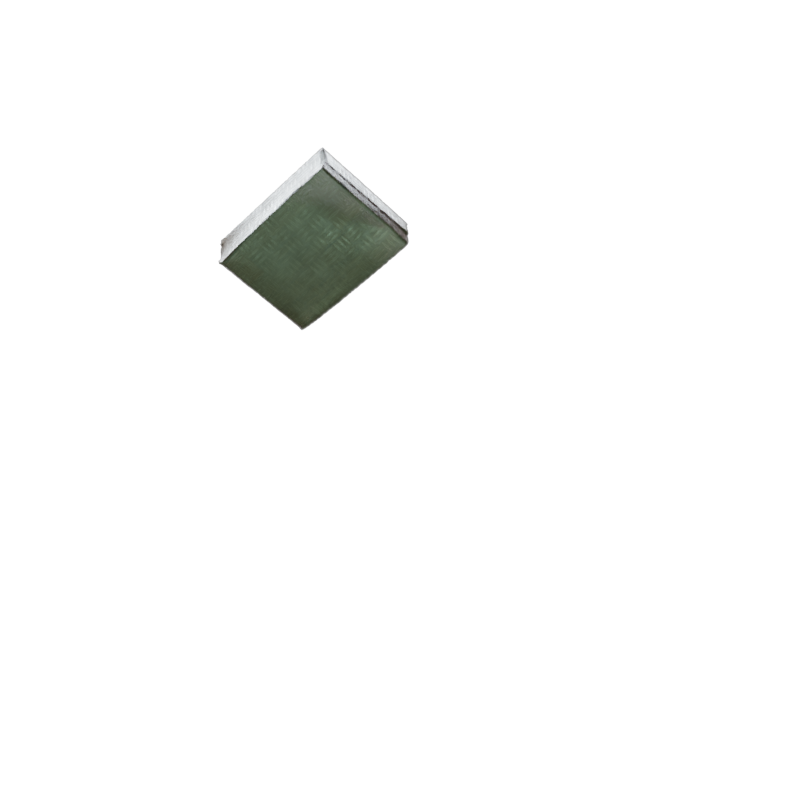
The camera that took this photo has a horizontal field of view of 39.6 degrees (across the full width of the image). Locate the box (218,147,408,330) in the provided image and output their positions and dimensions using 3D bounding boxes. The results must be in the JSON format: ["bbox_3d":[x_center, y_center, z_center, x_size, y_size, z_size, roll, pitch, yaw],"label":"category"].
[{"bbox_3d":[-0.064,-0.116,0.816,0.112,0.085,0.041,-40,24,20],"label":"box"}]
